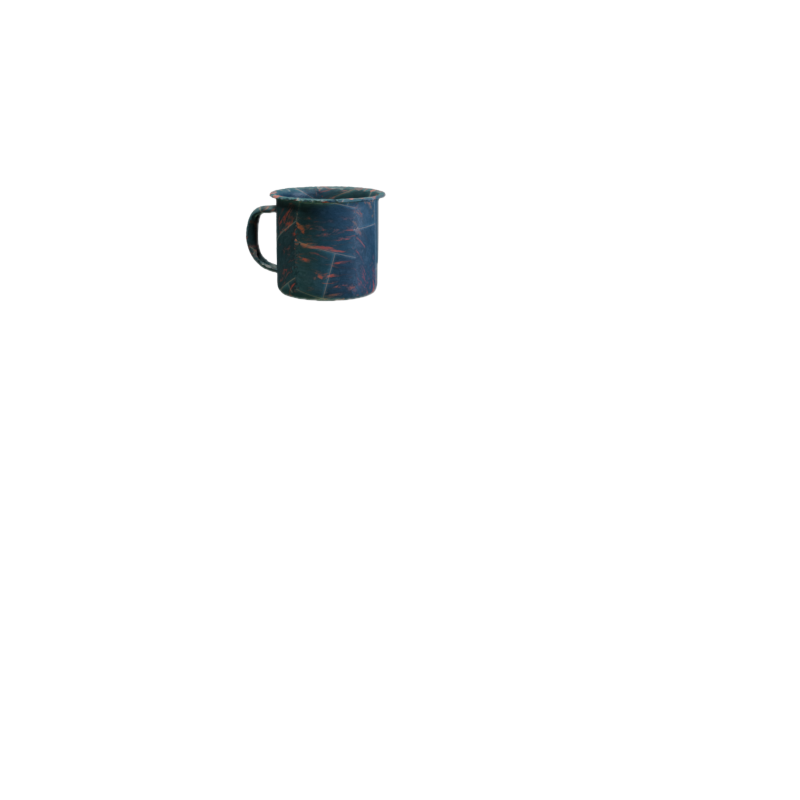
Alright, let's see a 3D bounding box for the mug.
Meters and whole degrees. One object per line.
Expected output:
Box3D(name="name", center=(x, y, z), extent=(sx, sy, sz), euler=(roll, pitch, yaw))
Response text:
Box3D(name="mug", center=(-0.070, -0.128, 0.895), extent=(0.120, 0.079, 0.094), euler=(5, 15, 16))
